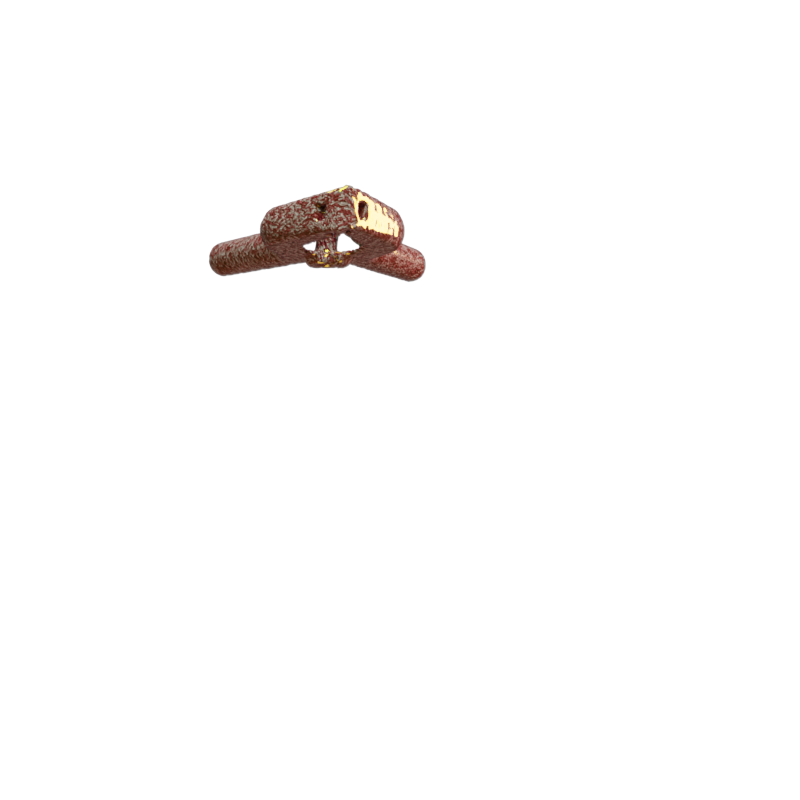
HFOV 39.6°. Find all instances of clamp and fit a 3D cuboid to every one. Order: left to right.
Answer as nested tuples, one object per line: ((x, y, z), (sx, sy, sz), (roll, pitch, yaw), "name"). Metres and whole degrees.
((-0.060, -0.109, 0.765), (0.165, 0.037, 0.206), (0, -3, 0), "clamp")
